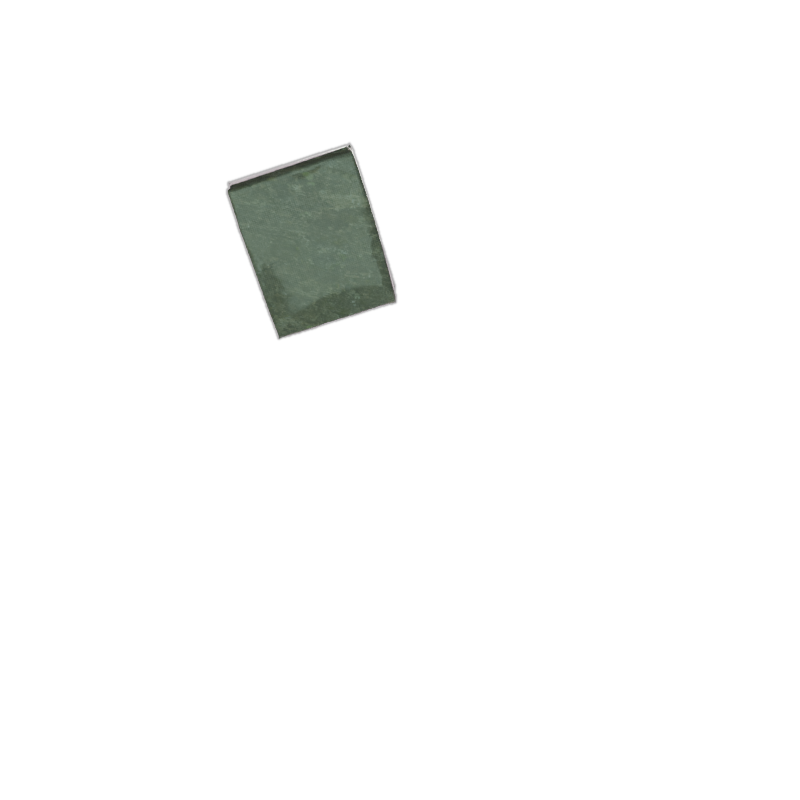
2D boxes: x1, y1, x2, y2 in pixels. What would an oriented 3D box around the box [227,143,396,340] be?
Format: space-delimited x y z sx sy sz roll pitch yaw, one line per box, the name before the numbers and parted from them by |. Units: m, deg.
box | -0.059 -0.108 0.759 0.090 0.110 0.040 -17 12 3
